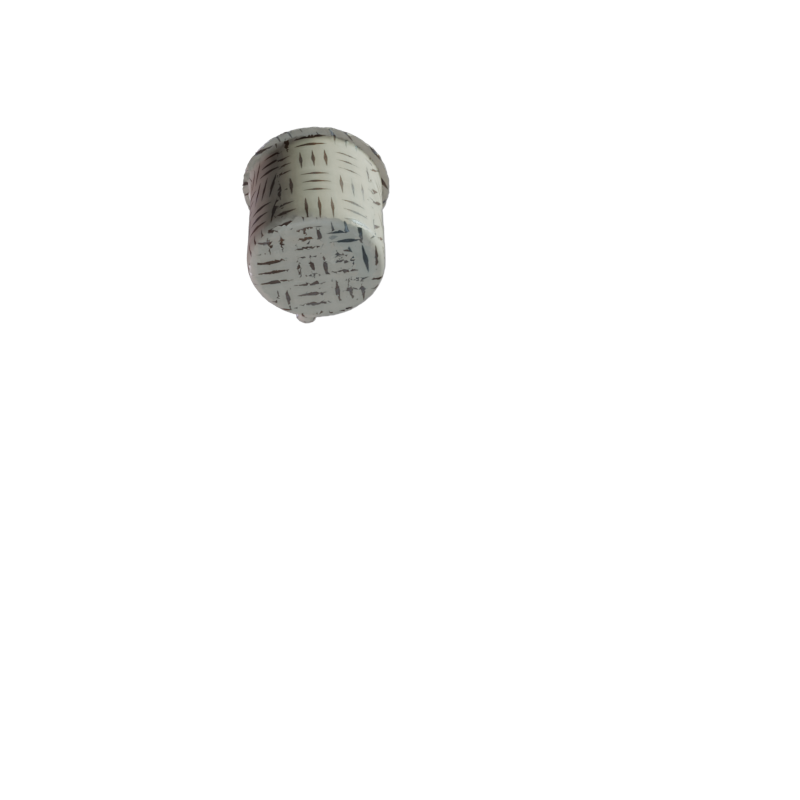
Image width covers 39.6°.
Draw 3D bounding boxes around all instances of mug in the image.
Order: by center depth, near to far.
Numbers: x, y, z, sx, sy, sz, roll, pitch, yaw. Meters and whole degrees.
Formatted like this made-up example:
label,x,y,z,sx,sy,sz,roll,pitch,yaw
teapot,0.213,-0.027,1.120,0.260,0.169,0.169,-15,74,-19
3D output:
label,x,y,z,sx,sy,sz,roll,pitch,yaw
mug,-0.053,-0.097,0.680,0.092,0.110,0.087,7,43,-8
